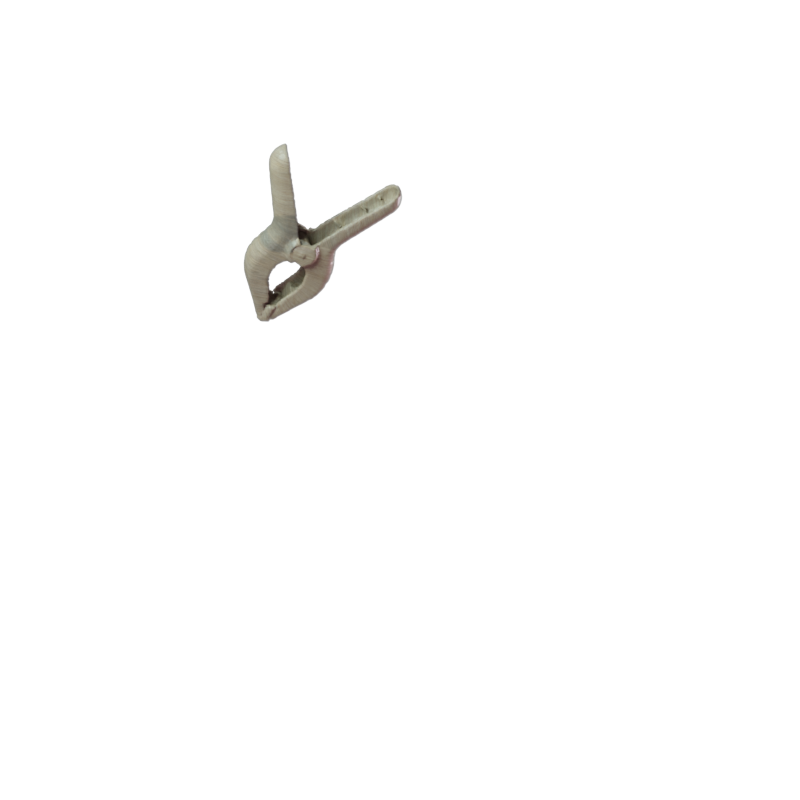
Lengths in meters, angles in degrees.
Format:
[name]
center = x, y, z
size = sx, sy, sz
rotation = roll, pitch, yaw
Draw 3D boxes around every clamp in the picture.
[clamp]
center = -0.075, -0.137, 0.962
size = 0.117, 0.164, 0.042
rotation = 15, 37, -12
